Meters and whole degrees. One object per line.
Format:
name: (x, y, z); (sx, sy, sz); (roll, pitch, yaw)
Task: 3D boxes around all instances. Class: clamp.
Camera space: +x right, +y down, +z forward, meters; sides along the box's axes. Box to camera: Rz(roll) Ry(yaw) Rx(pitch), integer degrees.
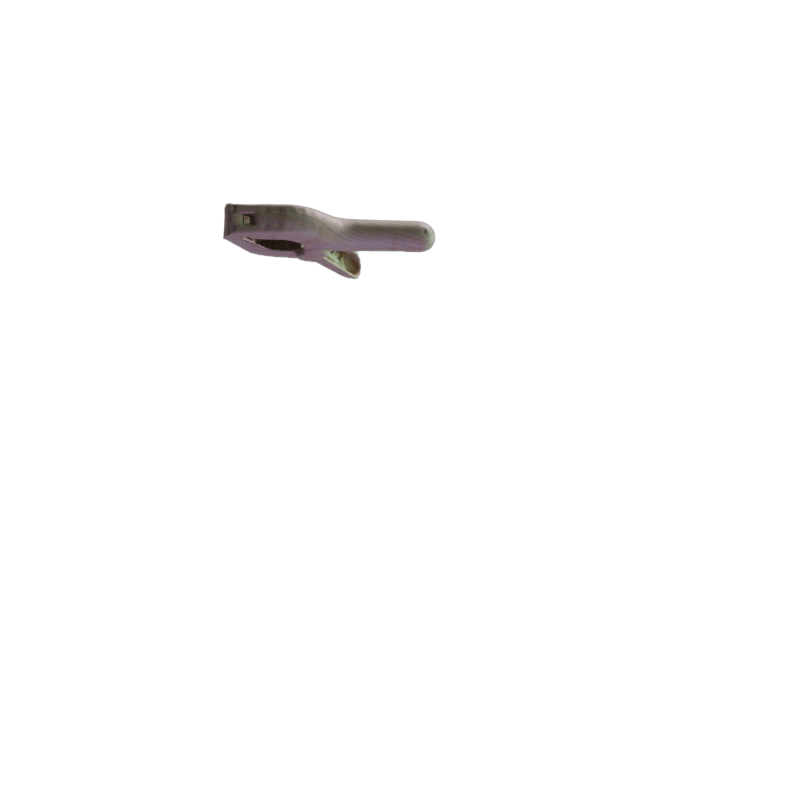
clamp: (-0.072, -0.130, 0.914); (0.165, 0.041, 0.119); (8, -19, -24)
